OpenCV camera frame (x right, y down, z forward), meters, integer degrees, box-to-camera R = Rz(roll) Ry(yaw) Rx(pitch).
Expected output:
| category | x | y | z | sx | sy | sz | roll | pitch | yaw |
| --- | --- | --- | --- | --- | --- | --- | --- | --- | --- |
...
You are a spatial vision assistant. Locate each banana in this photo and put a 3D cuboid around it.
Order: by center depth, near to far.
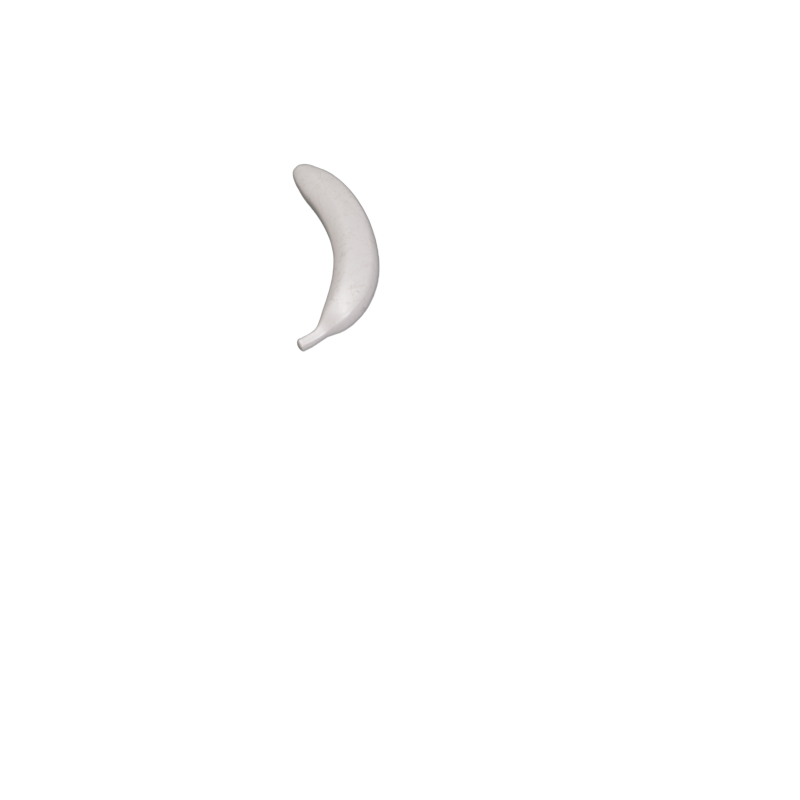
| category | x | y | z | sx | sy | sz | roll | pitch | yaw |
| --- | --- | --- | --- | --- | --- | --- | --- | --- | --- |
| banana | -0.053 | -0.129 | 0.918 | 0.069 | 0.213 | 0.034 | -3 | -39 | -3 |
